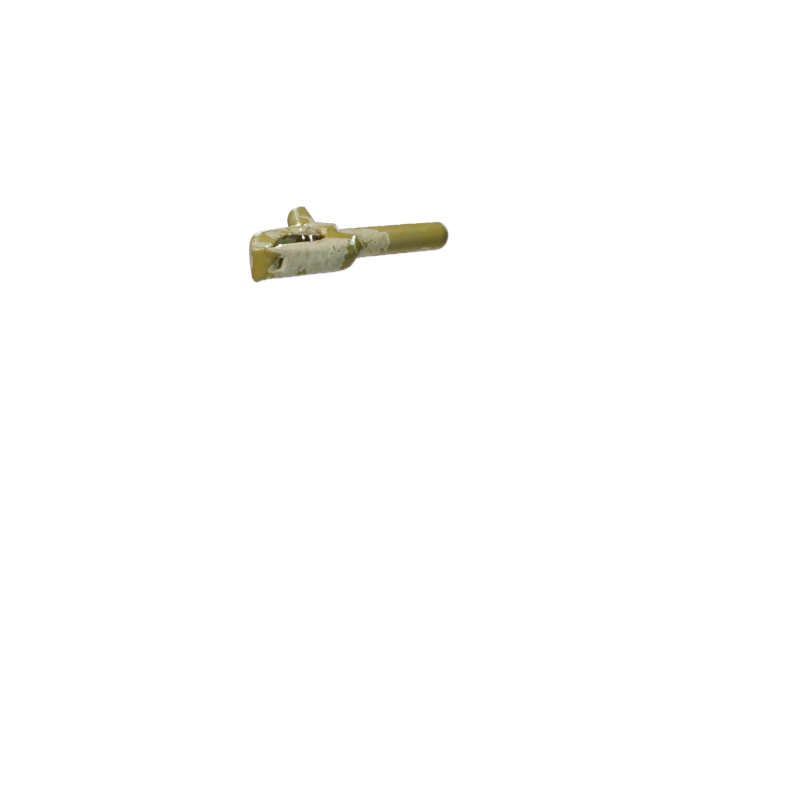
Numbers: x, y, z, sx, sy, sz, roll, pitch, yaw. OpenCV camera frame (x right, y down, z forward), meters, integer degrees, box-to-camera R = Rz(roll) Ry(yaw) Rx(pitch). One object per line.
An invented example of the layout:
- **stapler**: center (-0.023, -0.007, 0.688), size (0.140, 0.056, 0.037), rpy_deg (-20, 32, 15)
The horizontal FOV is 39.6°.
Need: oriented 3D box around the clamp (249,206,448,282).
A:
- **clamp**: center (-0.077, -0.140, 0.979), size (0.172, 0.035, 0.208), rpy_deg (12, 22, 32)
